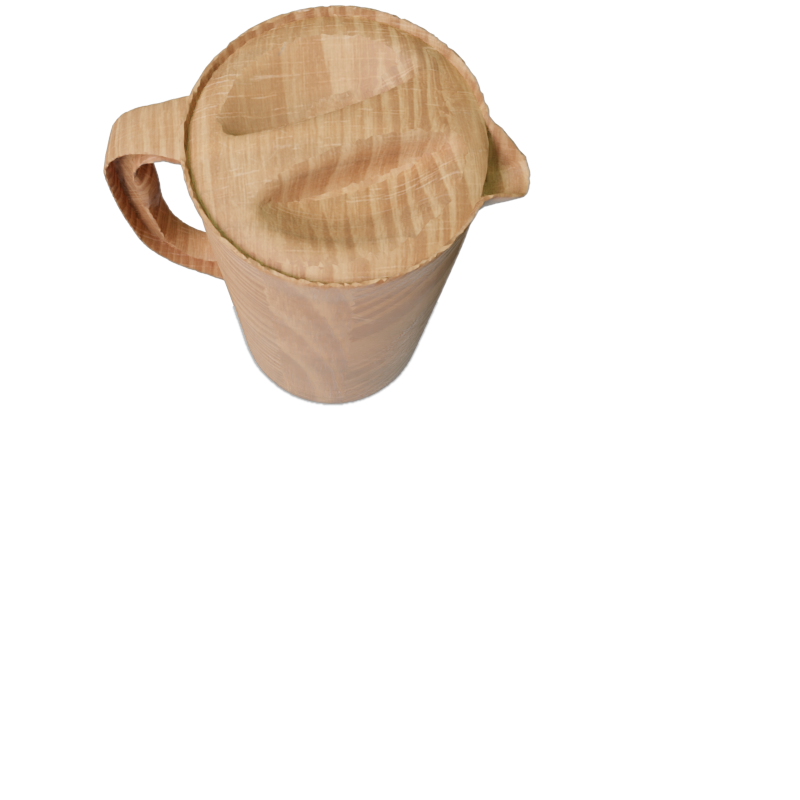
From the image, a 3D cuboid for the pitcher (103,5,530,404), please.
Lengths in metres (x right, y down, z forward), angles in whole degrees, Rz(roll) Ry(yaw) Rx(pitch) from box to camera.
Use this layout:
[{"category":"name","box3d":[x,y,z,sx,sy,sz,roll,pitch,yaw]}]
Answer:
[{"category":"pitcher","box3d":[-0.044,-0.081,0.568,0.146,0.155,0.232,-38,-12,-14]}]
